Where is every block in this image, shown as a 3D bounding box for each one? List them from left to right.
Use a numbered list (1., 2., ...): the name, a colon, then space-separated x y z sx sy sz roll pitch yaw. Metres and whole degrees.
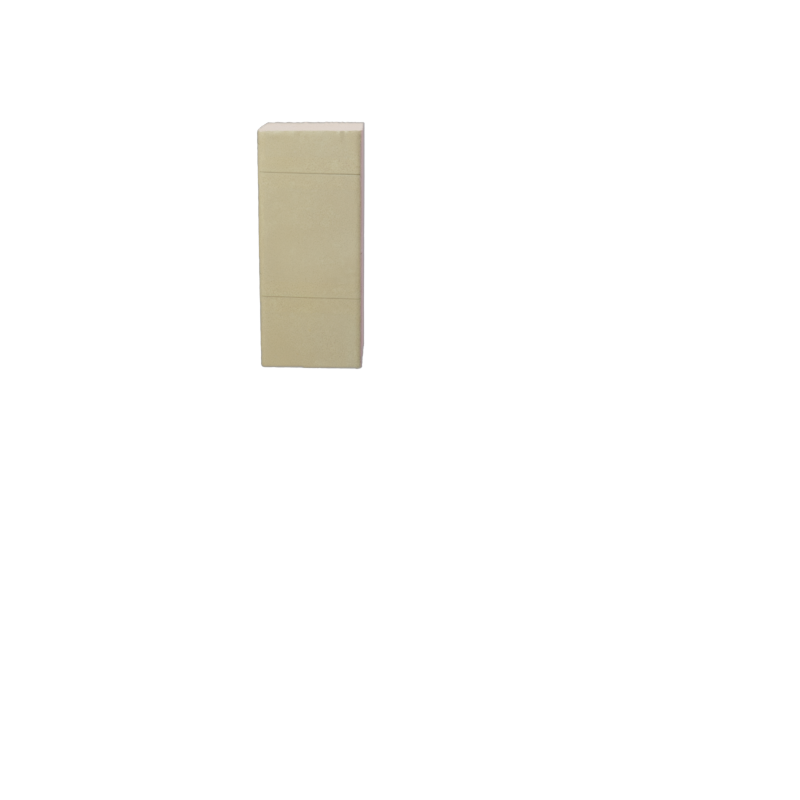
1. block: -0.077 -0.140 0.982 0.091 0.201 0.092 1 12 1
